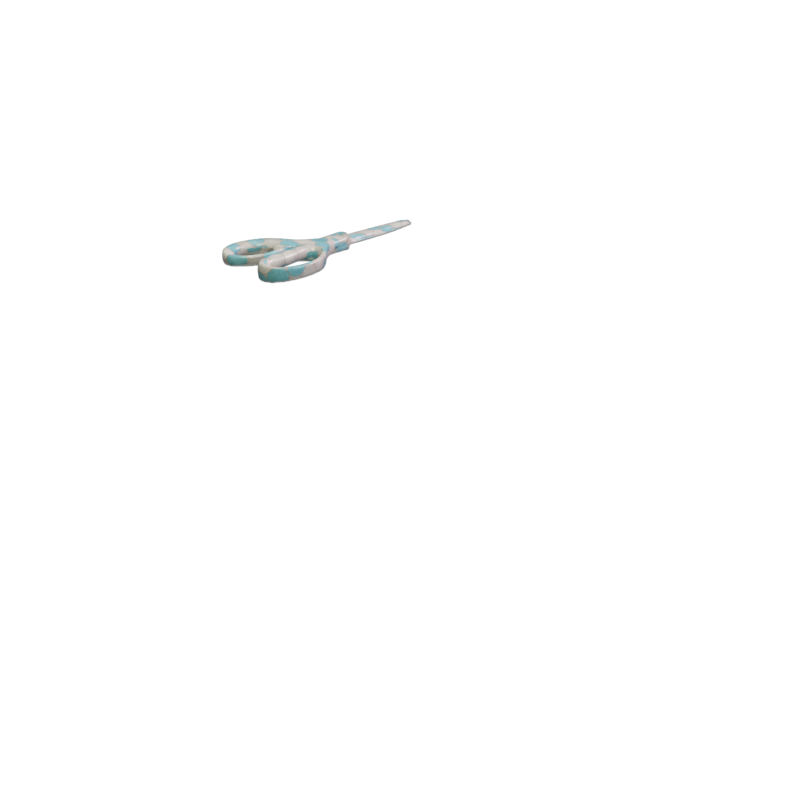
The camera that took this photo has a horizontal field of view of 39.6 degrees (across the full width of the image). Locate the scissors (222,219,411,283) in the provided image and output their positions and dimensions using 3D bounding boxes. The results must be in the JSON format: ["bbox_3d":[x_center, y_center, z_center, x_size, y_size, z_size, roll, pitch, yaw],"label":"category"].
[{"bbox_3d":[-0.074,-0.134,0.942,0.100,0.015,0.203,10,24,23],"label":"scissors"}]
